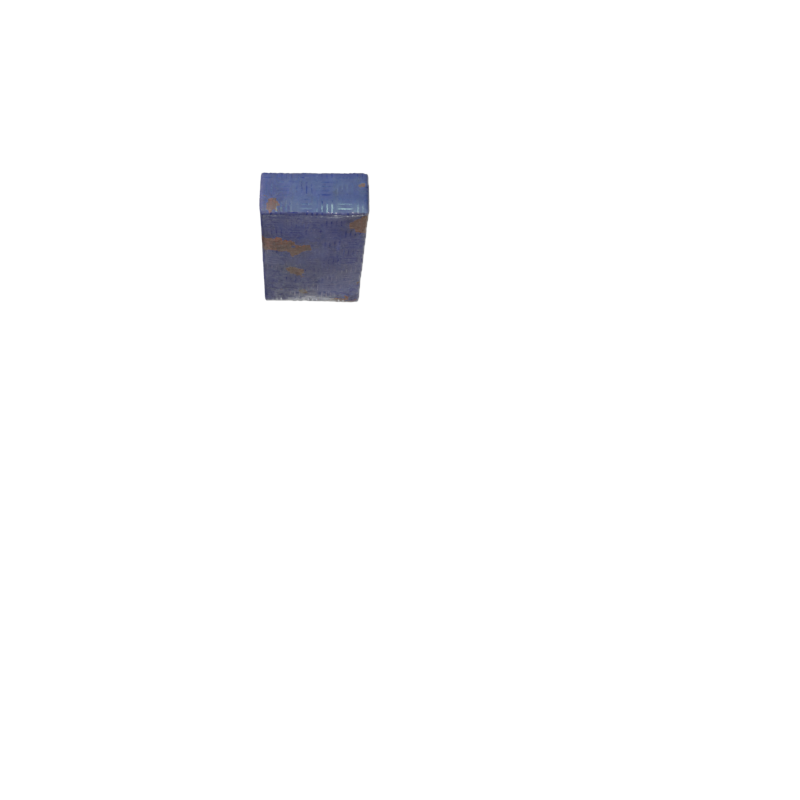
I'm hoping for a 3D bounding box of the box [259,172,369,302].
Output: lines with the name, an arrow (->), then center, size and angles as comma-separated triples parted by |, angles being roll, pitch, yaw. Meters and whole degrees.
box -> -0.078, -0.142, 0.995 | 0.093, 0.050, 0.168 | 1, -19, -3
